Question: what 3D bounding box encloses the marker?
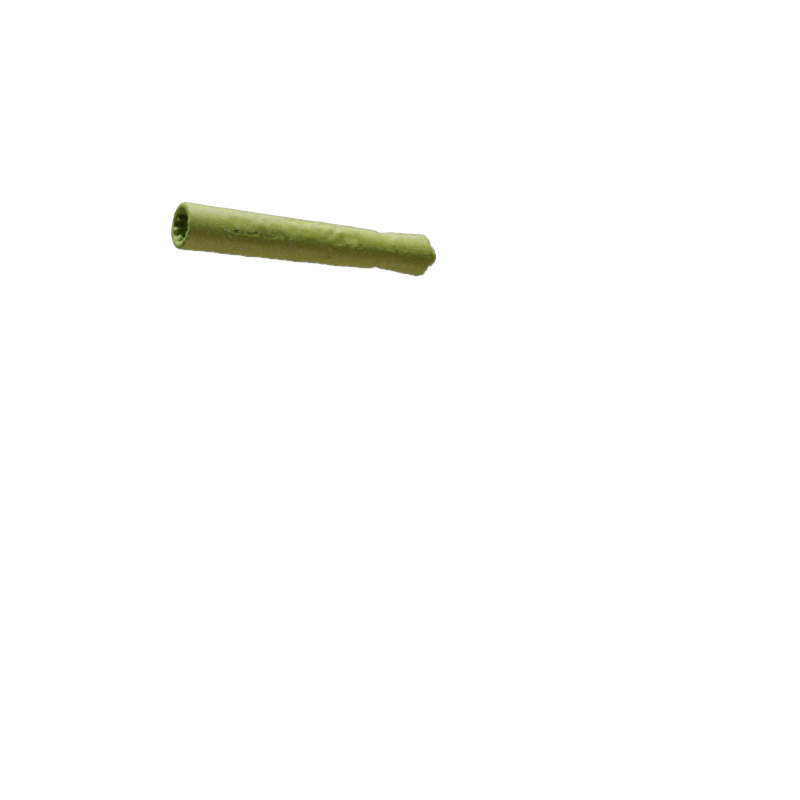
[{"bbox_3d":[-0.036,-0.066,0.463,0.116,0.020,0.020,3,2,-31],"label":"marker"}]
